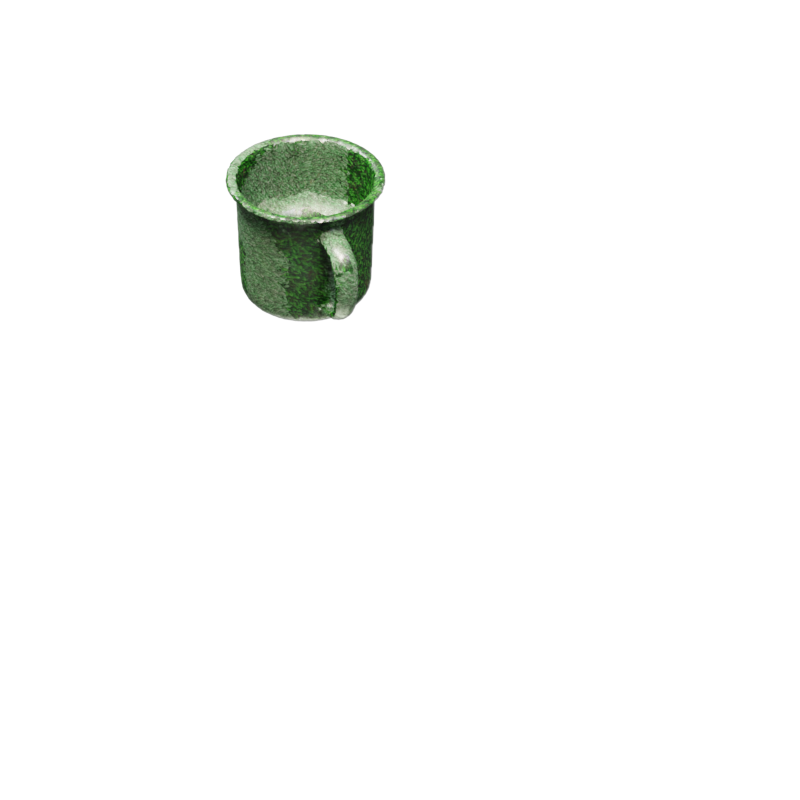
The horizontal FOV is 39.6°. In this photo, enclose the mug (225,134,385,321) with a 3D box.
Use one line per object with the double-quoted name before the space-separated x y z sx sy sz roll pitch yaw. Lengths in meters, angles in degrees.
"mug" -0.052 -0.094 0.660 0.092 0.076 0.127 -16 44 -19
